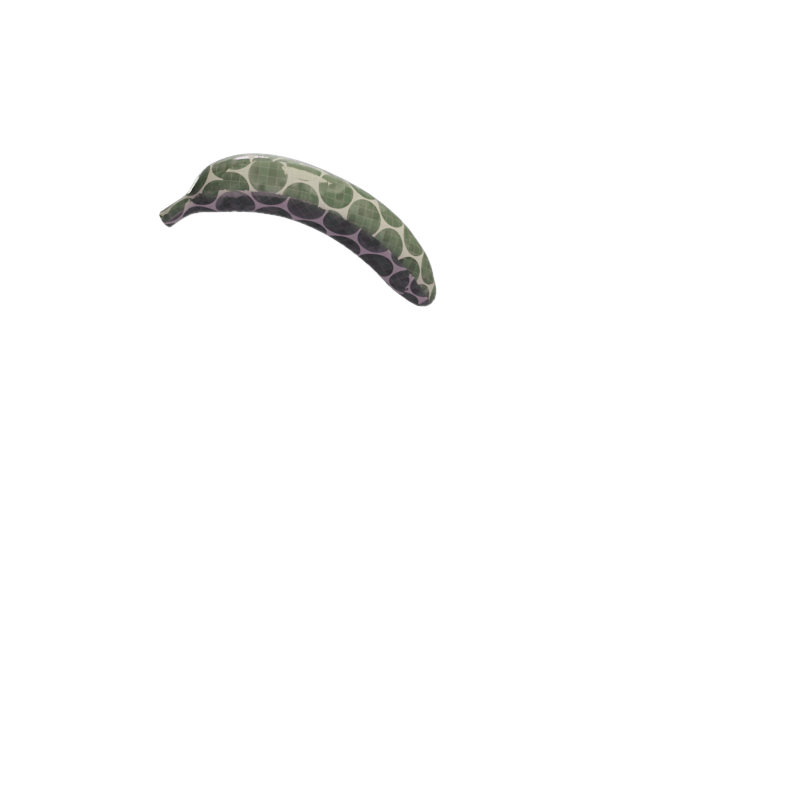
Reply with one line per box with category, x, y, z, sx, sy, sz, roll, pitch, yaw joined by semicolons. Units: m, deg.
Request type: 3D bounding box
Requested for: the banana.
banana;-0.052;-0.117;0.722;0.191;0.039;0.067;18;-48;-17
